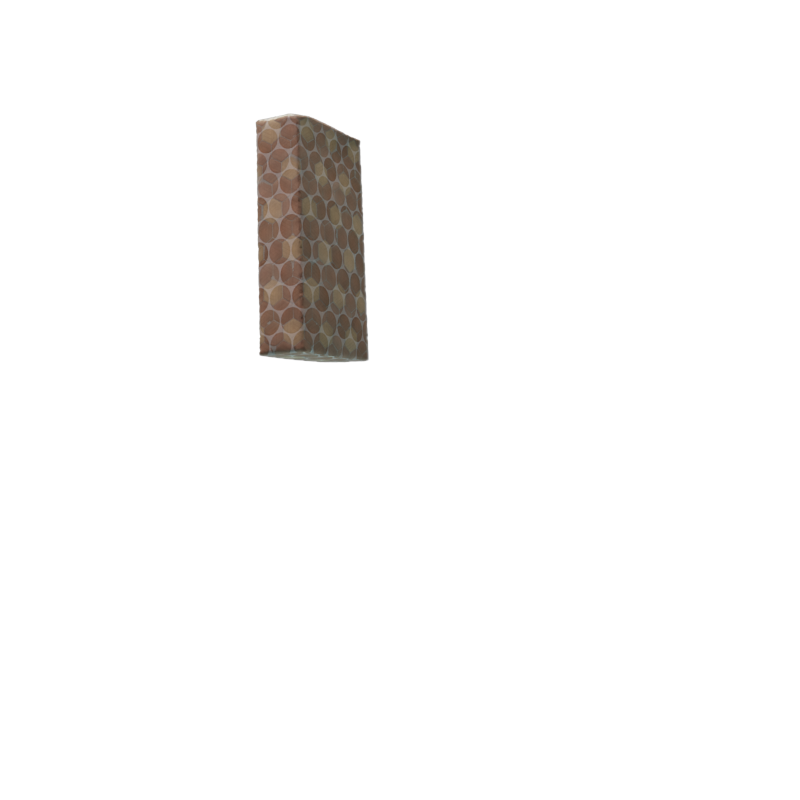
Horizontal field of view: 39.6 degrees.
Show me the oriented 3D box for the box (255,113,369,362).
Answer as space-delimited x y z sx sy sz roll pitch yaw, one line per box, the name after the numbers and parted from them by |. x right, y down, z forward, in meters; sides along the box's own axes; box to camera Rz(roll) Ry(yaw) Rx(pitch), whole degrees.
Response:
-0.065 -0.118 0.829 0.049 0.180 0.089 -6 -10 30 | box
